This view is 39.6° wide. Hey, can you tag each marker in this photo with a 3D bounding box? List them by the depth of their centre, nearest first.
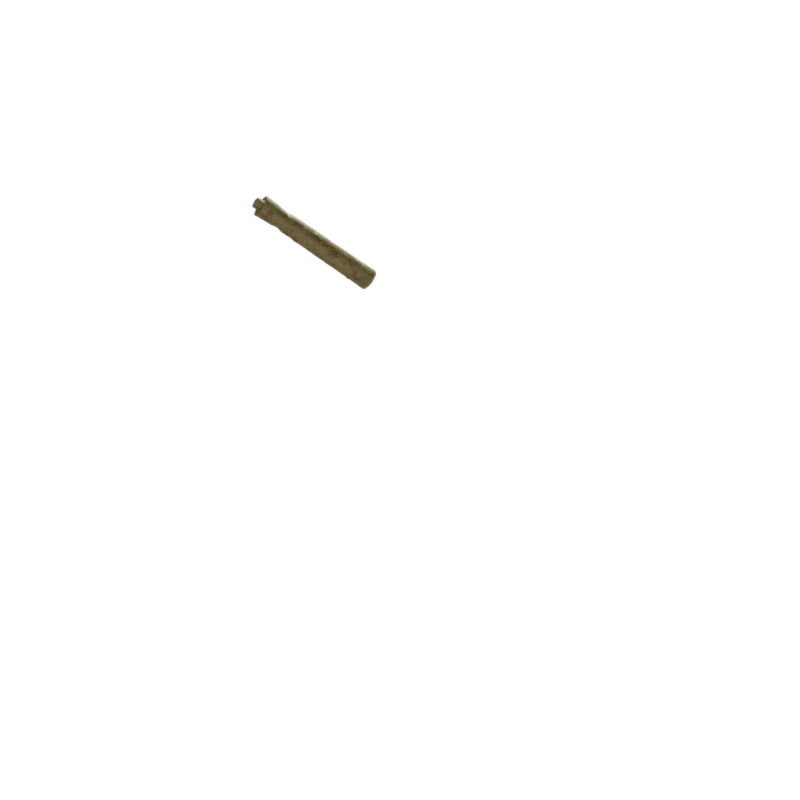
[{"bbox_3d":[-0.072,-0.132,0.923,0.116,0.020,0.020,33,-9,-18],"label":"marker"}]
